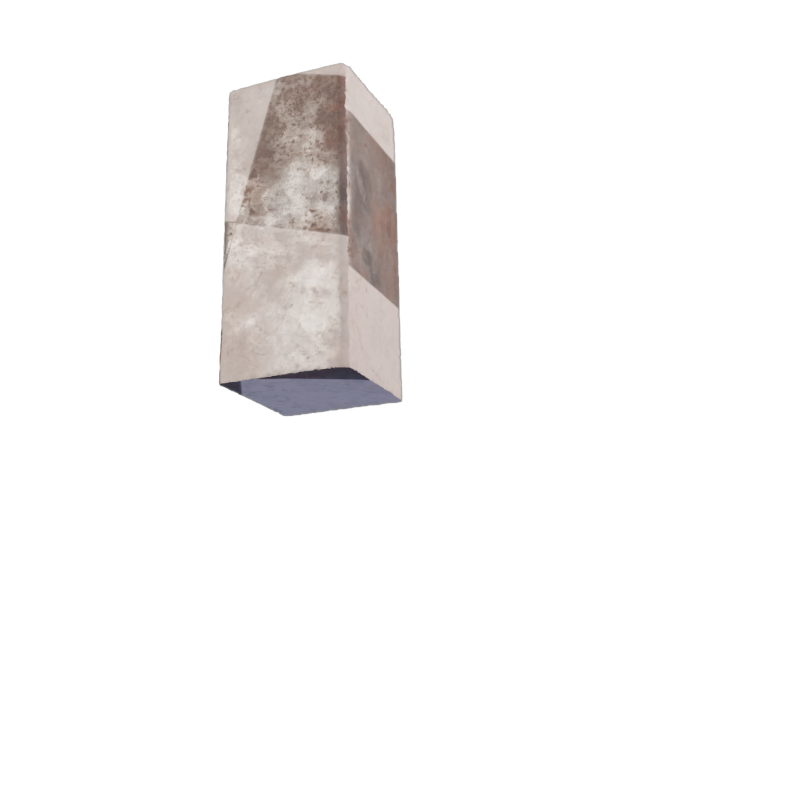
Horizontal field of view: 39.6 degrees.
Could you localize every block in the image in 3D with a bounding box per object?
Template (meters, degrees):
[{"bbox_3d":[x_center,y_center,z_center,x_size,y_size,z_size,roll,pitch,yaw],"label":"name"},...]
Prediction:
[{"bbox_3d":[-0.057,-0.105,0.733,0.092,0.217,0.085,-10,-23,22],"label":"block"}]
